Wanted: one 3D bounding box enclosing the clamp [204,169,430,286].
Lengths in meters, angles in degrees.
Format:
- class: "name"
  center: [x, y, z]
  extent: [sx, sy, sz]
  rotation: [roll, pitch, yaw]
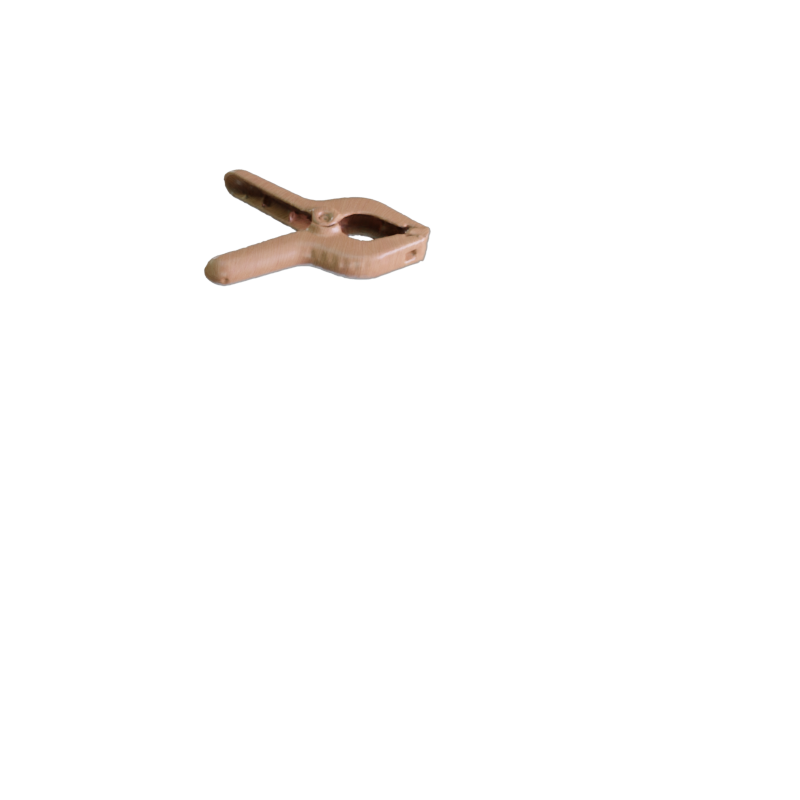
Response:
- class: "clamp"
  center: [-0.066, -0.121, 0.845]
  extent: [0.174, 0.127, 0.037]
  rotation: [10, -38, 8]
